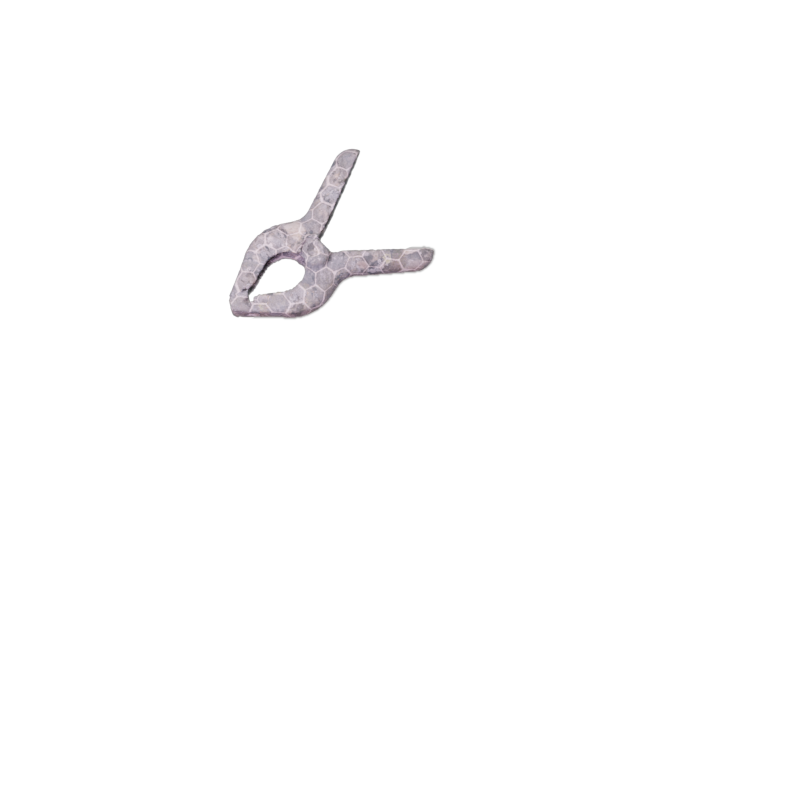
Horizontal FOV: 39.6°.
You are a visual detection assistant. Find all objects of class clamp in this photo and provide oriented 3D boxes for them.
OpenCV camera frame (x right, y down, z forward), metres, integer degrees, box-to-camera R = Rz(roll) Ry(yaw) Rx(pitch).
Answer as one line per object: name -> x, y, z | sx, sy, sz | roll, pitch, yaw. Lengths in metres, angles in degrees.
clamp -> -0.072, -0.131, 0.915 | 0.171, 0.126, 0.037 | -25, -19, -10
